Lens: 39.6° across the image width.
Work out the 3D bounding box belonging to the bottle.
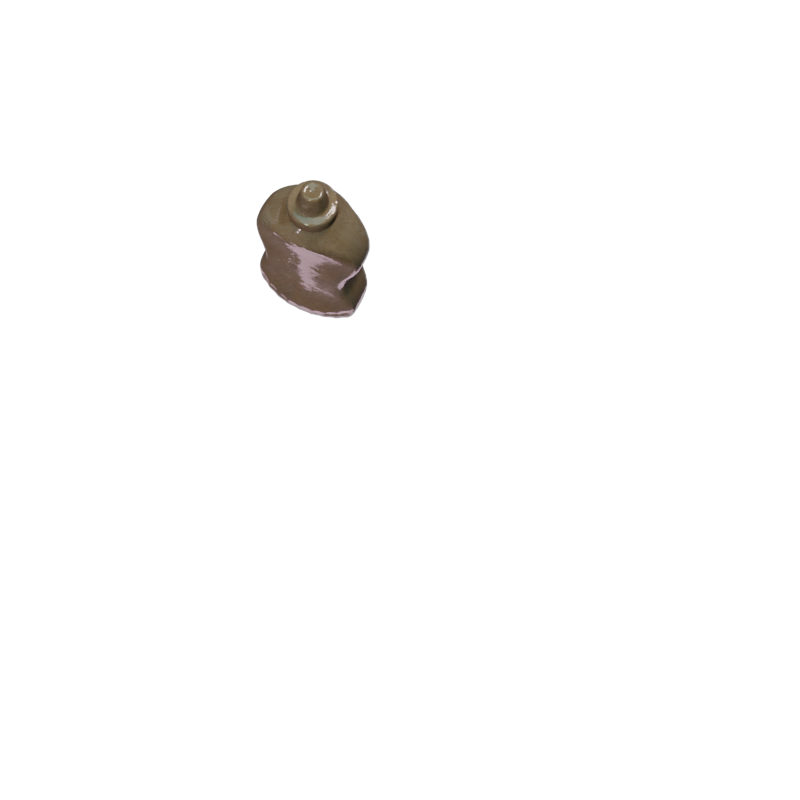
[{"bbox_3d":[-0.073,-0.133,0.933,0.098,0.060,0.183,28,-18,6],"label":"bottle"}]
